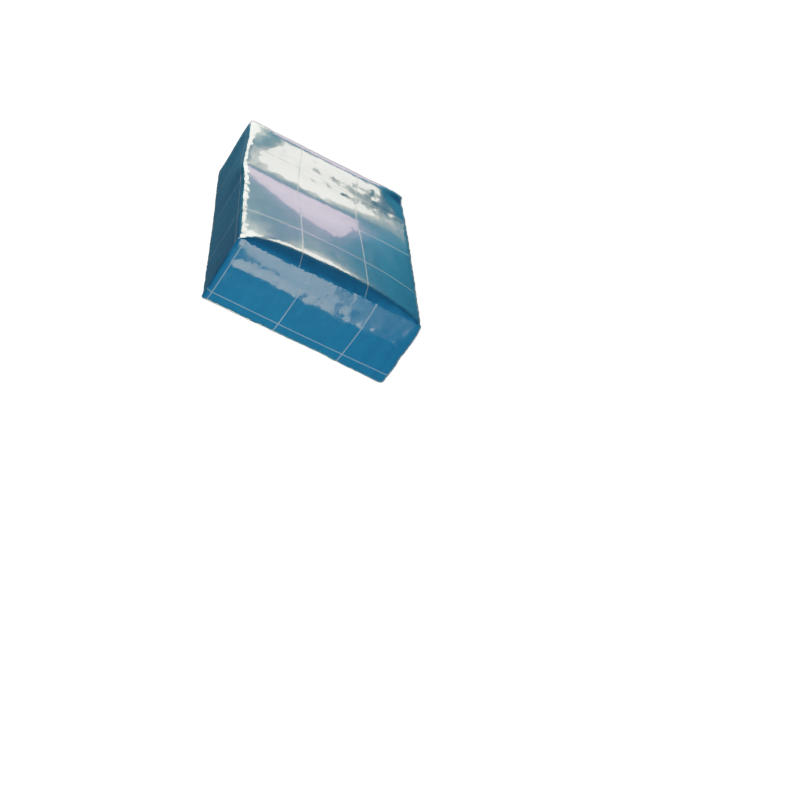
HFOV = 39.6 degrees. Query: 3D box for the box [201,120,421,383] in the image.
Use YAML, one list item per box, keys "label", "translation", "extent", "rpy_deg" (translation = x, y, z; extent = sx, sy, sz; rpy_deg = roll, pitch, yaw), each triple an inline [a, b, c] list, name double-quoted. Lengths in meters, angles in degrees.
- label: "box"
  translation: [-0.073, -0.132, 0.927]
  extent: [0.158, 0.070, 0.228]
  rpy_deg: [24, 31, -19]
